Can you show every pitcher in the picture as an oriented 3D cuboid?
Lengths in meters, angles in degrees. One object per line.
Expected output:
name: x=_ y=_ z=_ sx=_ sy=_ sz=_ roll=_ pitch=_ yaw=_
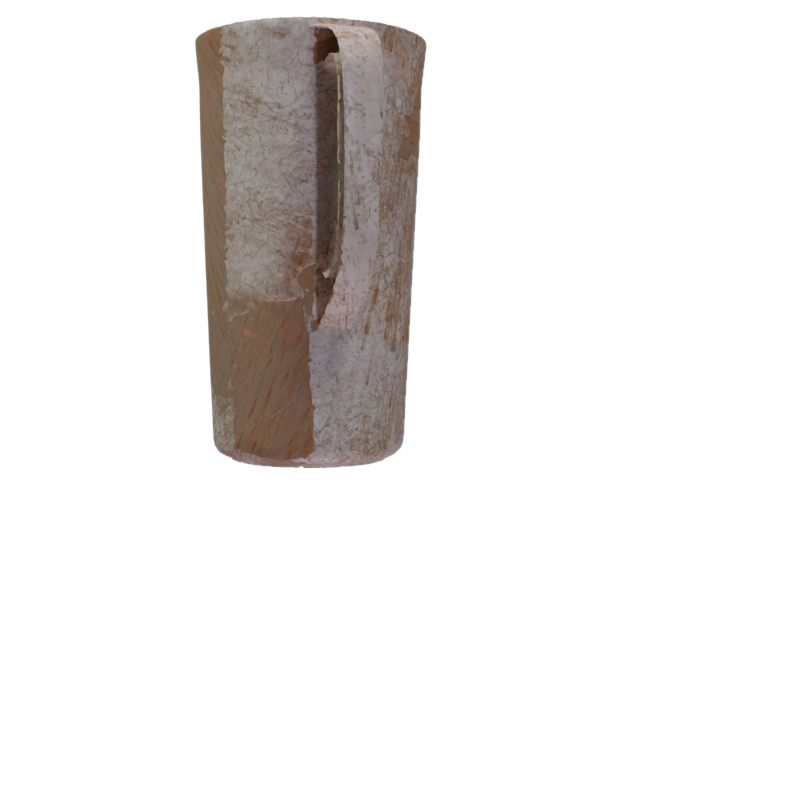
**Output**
pitcher: x=-0.049 y=-0.089 z=0.623 sx=0.149 sy=0.245 sz=0.144 roll=-1 pitch=-1 yaw=27
